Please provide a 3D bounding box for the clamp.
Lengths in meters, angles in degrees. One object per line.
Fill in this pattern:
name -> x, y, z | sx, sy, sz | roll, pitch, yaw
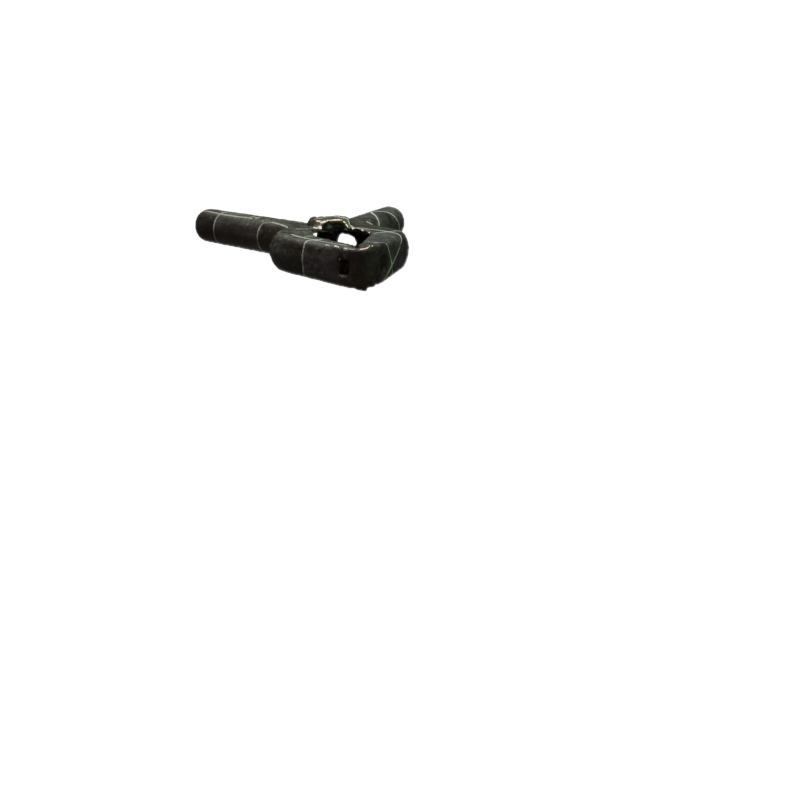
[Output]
clamp -> -0.061, -0.112, 0.782 | 0.163, 0.035, 0.219 | -3, 17, -9
